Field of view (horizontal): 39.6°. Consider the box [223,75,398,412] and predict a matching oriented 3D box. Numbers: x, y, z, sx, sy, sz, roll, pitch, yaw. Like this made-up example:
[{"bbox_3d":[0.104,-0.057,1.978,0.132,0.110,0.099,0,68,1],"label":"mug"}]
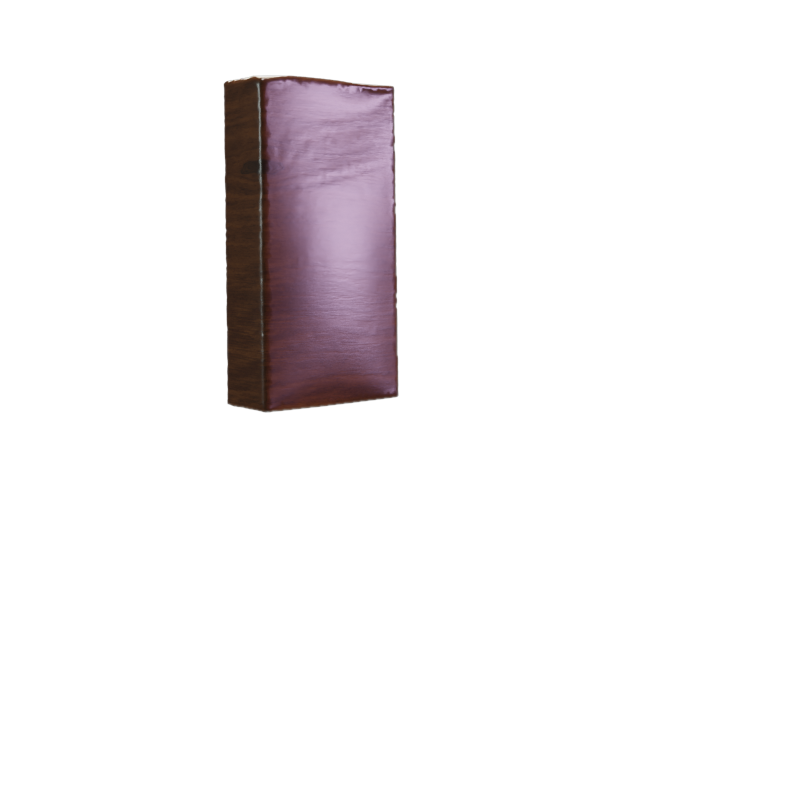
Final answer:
[{"bbox_3d":[-0.048,-0.087,0.610,0.090,0.175,0.050,-3,4,-38],"label":"box"}]
